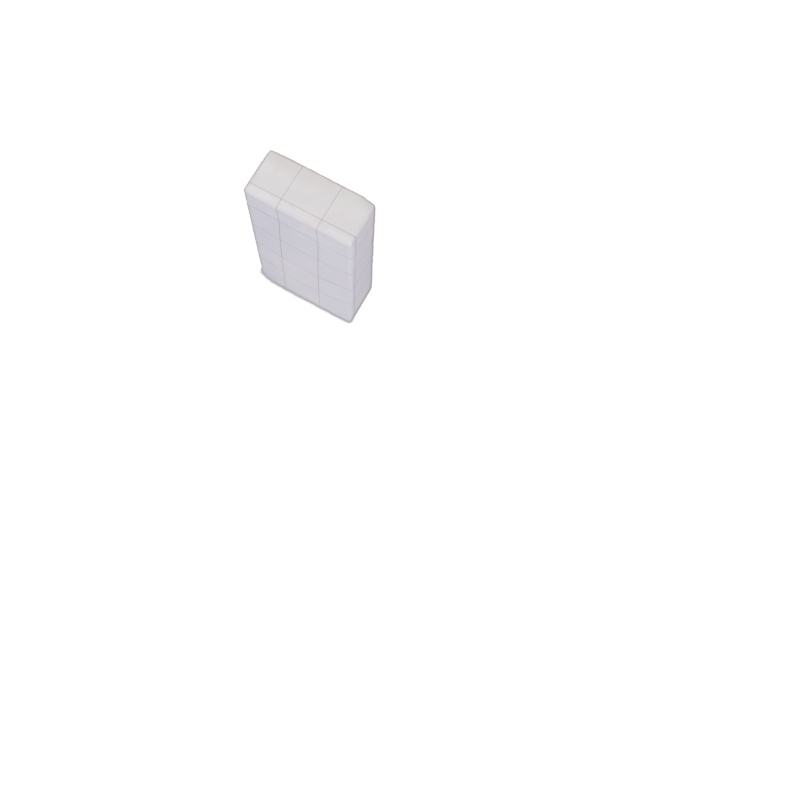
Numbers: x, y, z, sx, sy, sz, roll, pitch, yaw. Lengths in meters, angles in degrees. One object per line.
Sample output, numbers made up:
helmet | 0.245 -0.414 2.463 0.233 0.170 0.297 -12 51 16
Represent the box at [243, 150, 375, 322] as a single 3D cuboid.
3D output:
box | -0.069 -0.126 0.879 0.095 0.049 0.168 30 -17 6
